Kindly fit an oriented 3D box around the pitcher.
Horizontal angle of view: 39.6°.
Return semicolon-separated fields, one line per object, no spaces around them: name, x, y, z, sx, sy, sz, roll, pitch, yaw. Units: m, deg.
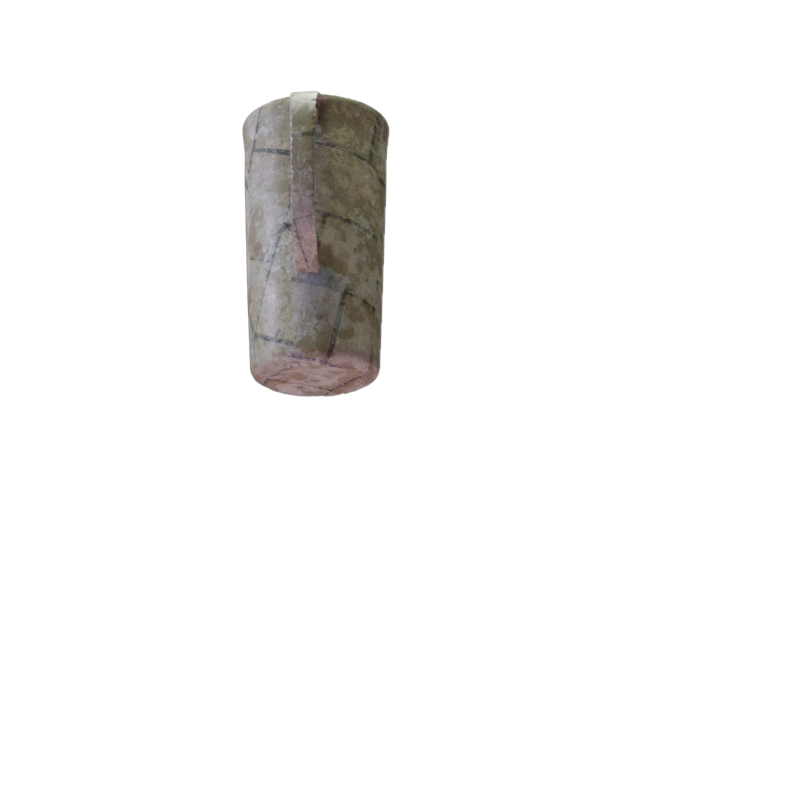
pitcher;-0.074;-0.136;0.951;0.141;0.256;0.146;18;-28;-39
